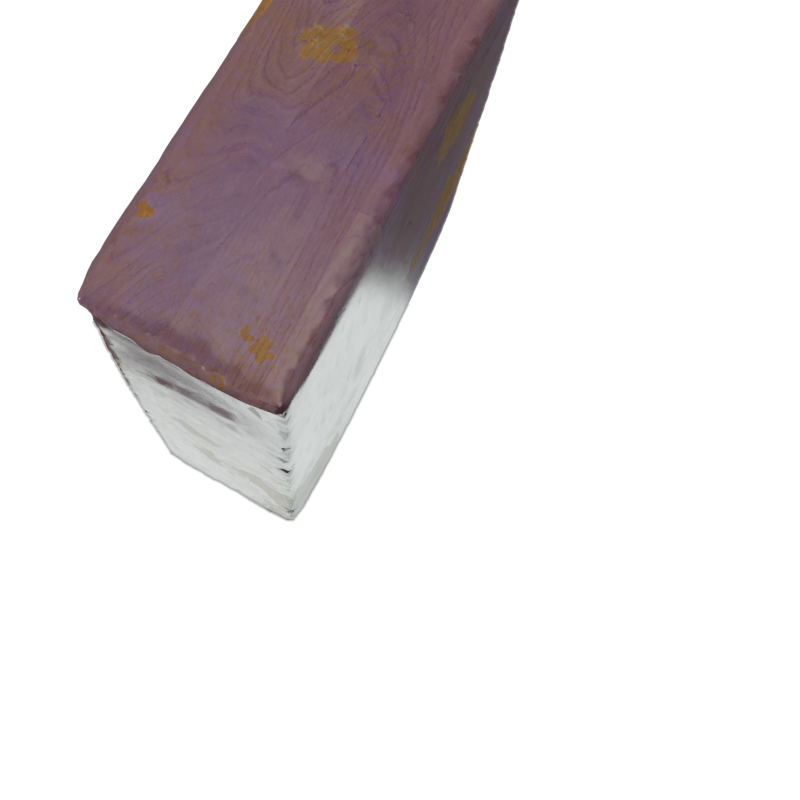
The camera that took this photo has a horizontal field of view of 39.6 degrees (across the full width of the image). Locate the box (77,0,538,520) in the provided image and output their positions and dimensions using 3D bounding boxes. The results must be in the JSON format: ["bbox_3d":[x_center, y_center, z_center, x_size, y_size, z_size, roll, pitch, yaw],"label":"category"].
[{"bbox_3d":[-0.032,-0.058,0.403,0.073,0.168,0.205,26,-16,3],"label":"box"}]
